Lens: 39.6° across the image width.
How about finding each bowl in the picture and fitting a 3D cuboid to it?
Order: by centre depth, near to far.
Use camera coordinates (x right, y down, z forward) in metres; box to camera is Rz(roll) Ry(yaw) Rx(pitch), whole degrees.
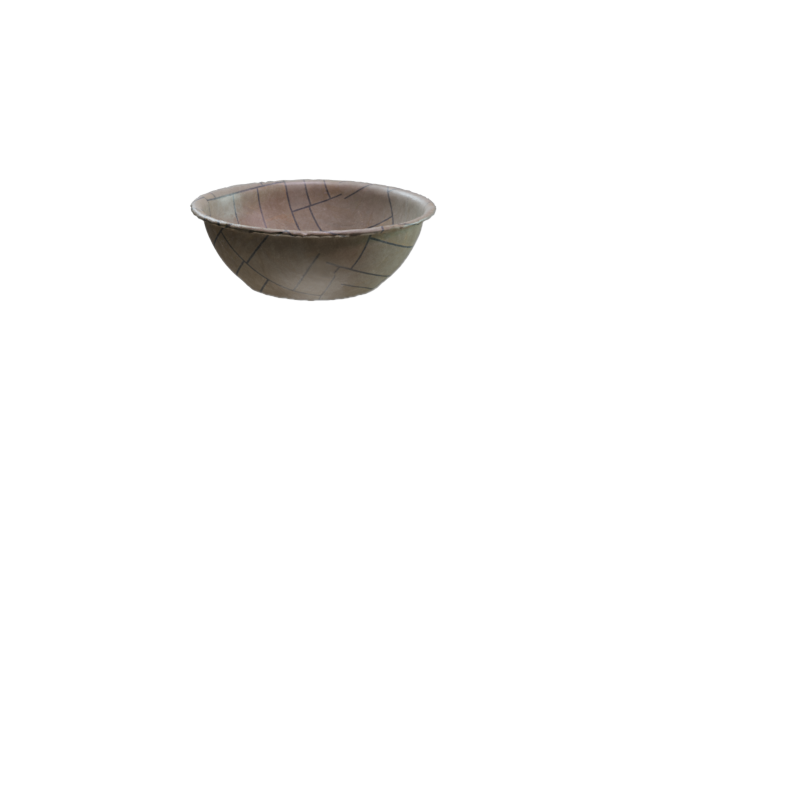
[{"bbox_3d":[-0.058,-0.105,0.738,0.162,0.053,0.169,-1,21,-2],"label":"bowl"}]
